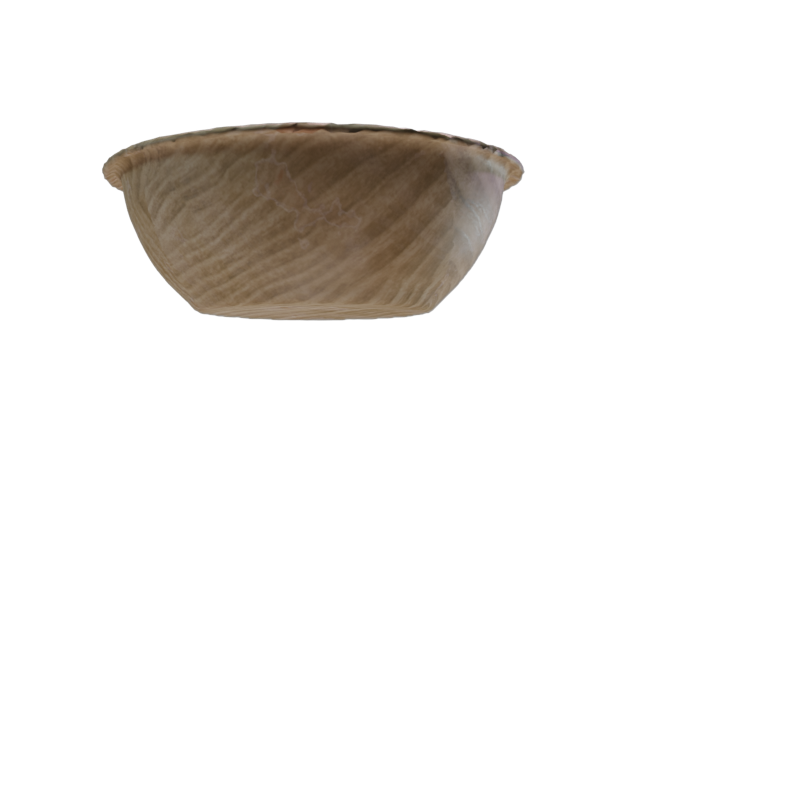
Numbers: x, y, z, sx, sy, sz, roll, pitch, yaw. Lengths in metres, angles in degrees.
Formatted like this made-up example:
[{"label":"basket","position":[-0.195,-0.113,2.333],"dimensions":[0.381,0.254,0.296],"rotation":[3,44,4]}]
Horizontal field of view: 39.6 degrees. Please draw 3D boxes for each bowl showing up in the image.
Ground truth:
[{"label":"bowl","position":[-0.034,-0.061,0.428],"dimensions":[0.162,0.056,0.161],"rotation":[0,-1,-2]}]
